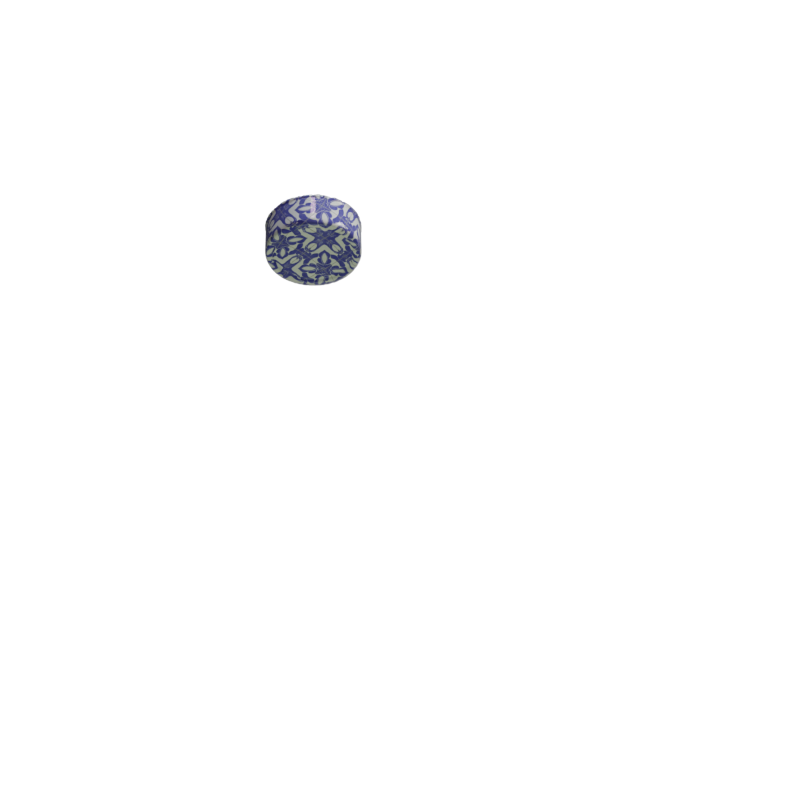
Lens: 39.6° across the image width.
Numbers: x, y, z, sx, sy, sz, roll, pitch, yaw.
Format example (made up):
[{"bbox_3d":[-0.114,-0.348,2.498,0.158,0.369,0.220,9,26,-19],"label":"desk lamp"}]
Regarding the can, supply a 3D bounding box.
[{"bbox_3d":[-0.076,-0.139,0.974,0.086,0.036,0.080,1,-38,-2],"label":"can"}]
